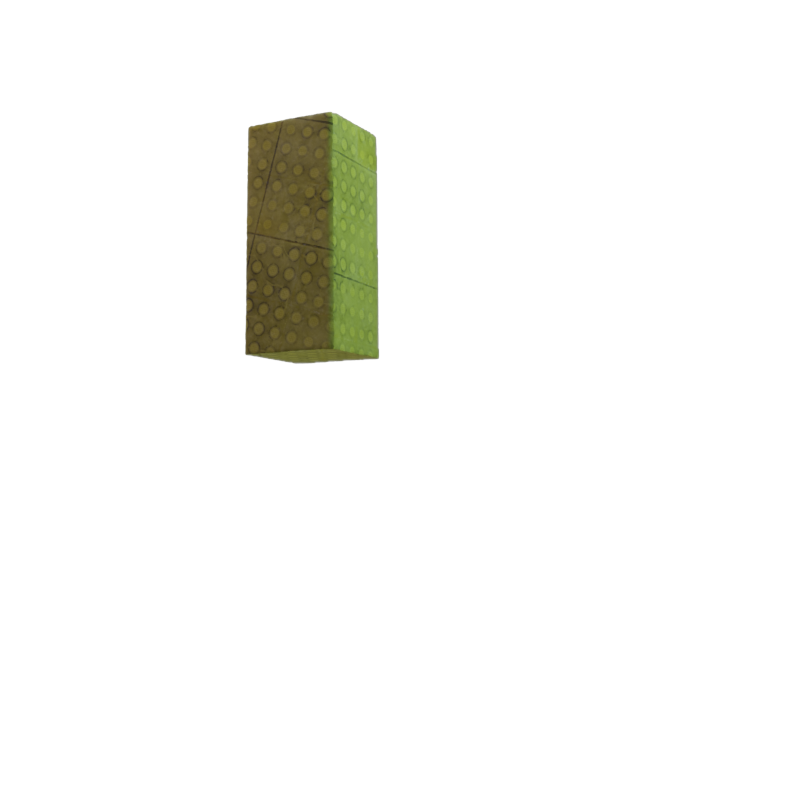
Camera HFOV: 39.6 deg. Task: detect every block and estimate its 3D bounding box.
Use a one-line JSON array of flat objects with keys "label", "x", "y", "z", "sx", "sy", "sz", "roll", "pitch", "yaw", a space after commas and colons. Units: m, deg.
[{"label": "block", "x": -0.077, "y": -0.142, "z": 0.991, "sx": 0.092, "sy": 0.212, "sz": 0.086, "roll": -6, "pitch": -12, "yaw": 27}]
